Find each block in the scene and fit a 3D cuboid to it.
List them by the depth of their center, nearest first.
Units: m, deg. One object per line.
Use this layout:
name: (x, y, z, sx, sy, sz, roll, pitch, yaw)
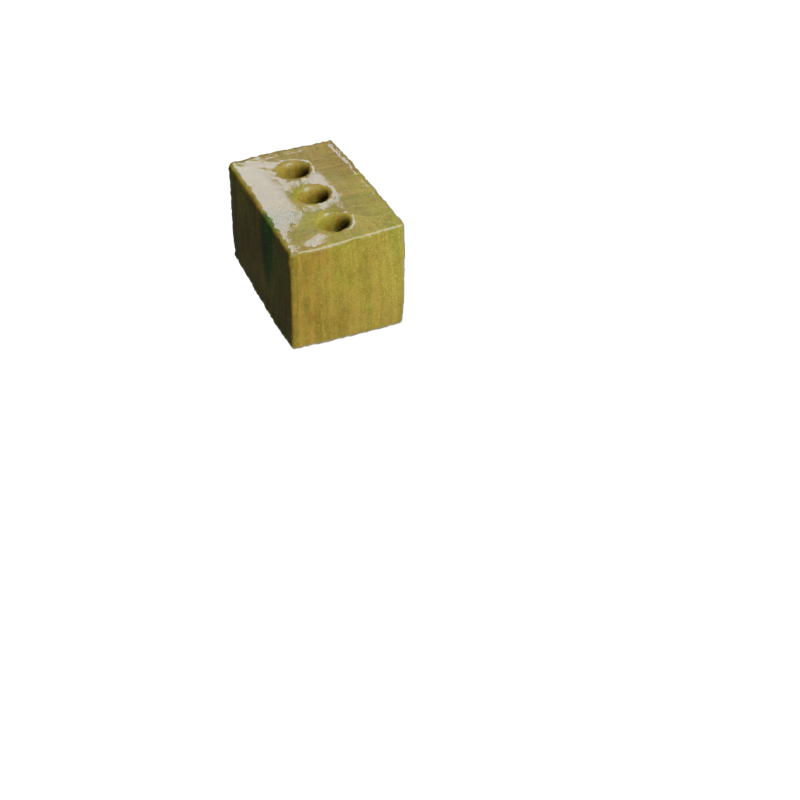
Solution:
block: (-0.038, -0.069, 0.485, 0.052, 0.048, 0.084, -16, 42, -20)
